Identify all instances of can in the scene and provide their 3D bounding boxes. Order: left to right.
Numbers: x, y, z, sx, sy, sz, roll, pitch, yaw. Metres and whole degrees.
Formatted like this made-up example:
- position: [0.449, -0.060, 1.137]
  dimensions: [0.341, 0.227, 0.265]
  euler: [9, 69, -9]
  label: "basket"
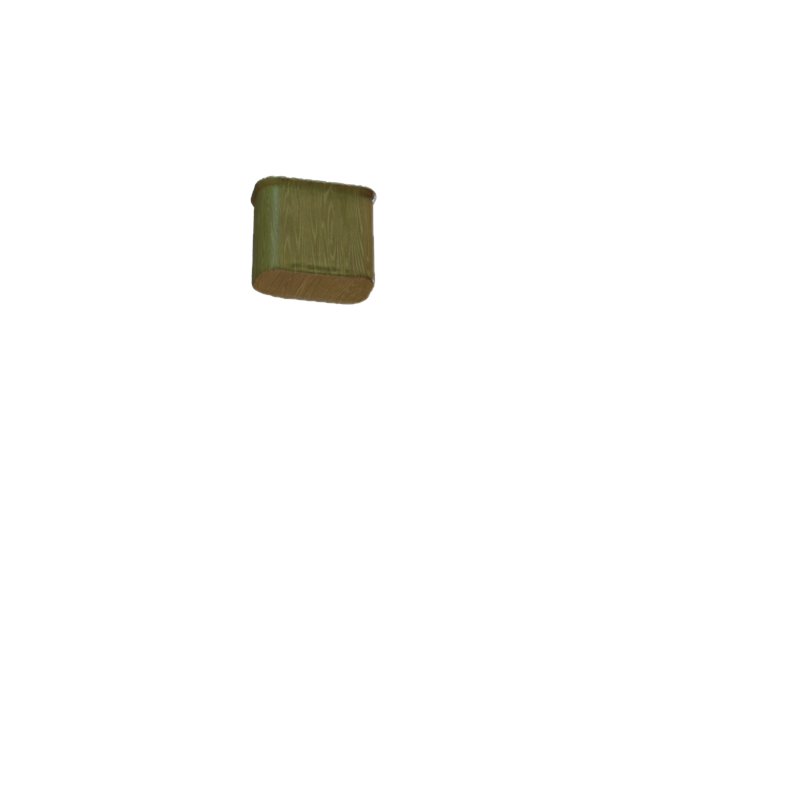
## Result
- position: [-0.070, -0.128, 0.897]
  dimensions: [0.100, 0.089, 0.055]
  euler: [5, -26, -13]
  label: "can"
